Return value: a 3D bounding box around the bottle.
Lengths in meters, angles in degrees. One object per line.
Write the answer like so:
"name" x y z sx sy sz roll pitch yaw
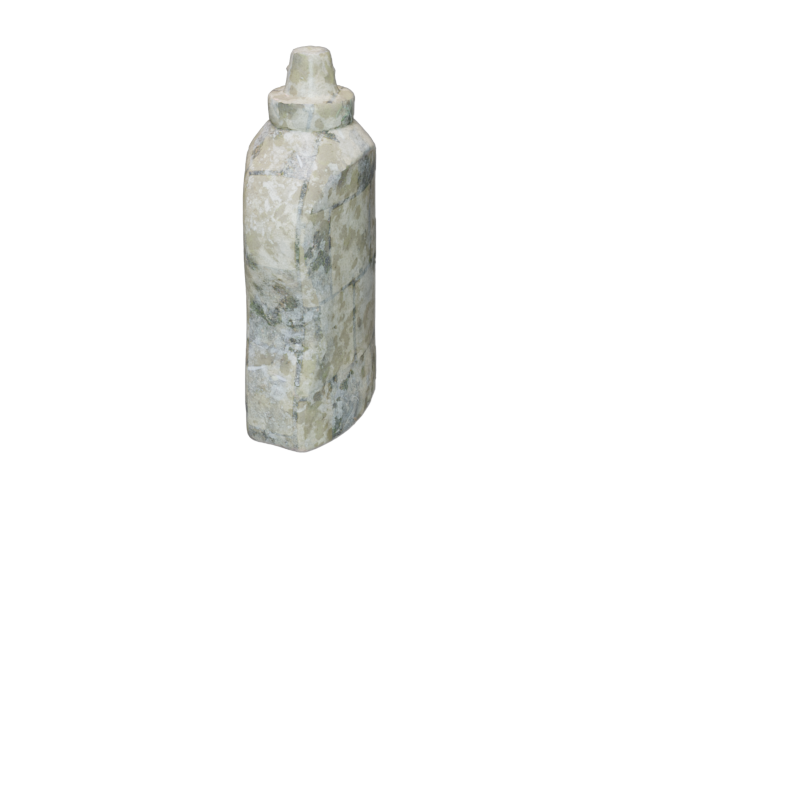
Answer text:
"bottle" -0.043 -0.078 0.547 0.061 0.182 0.098 12 27 21
